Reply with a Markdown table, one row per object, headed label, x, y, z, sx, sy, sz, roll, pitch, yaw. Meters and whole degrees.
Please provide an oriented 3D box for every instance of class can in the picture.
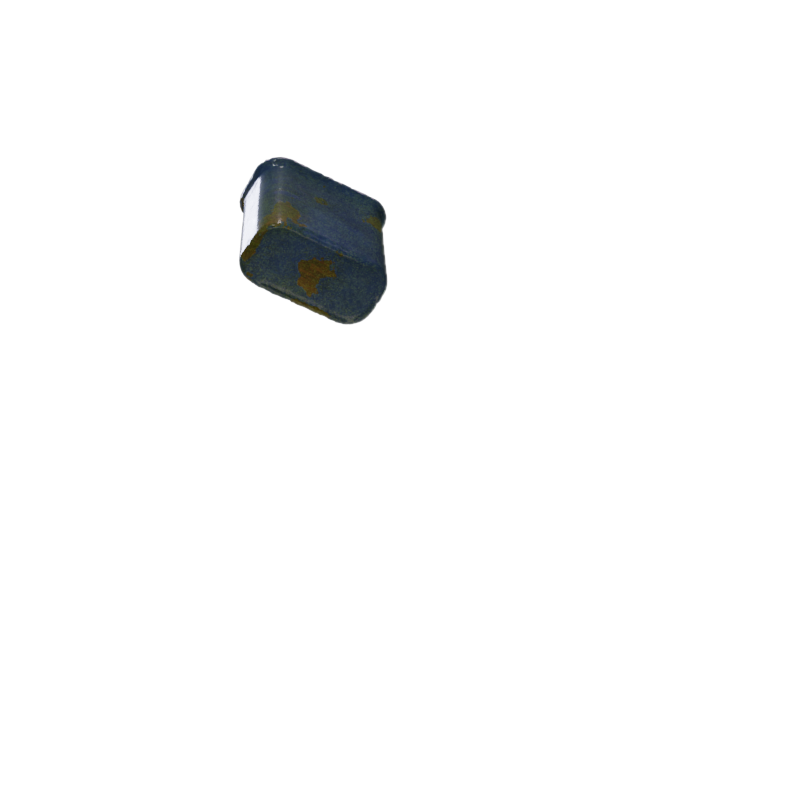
| label | x | y | z | sx | sy | sz | roll | pitch | yaw |
| --- | --- | --- | --- | --- | --- | --- | --- | --- | --- |
| can | -0.059 | -0.107 | 0.748 | 0.098 | 0.056 | 0.090 | 23 | 33 | -18 |
